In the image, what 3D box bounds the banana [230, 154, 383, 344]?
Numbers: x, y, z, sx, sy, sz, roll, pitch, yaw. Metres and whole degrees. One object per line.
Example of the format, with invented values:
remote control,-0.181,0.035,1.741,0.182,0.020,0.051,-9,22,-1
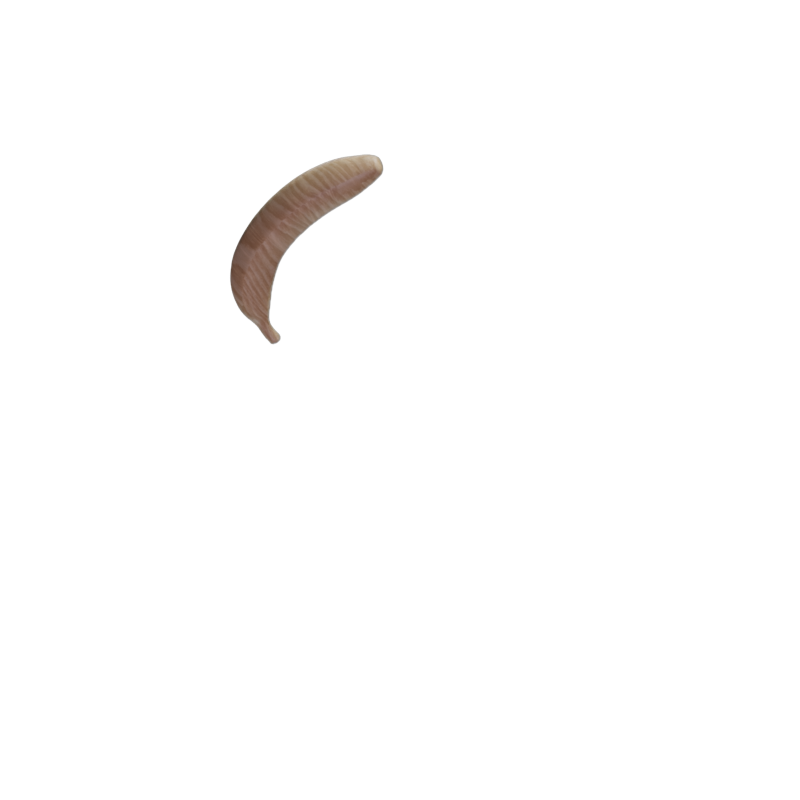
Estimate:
banana,-0.087,-0.129,0.882,0.067,0.191,0.039,22,37,-19
